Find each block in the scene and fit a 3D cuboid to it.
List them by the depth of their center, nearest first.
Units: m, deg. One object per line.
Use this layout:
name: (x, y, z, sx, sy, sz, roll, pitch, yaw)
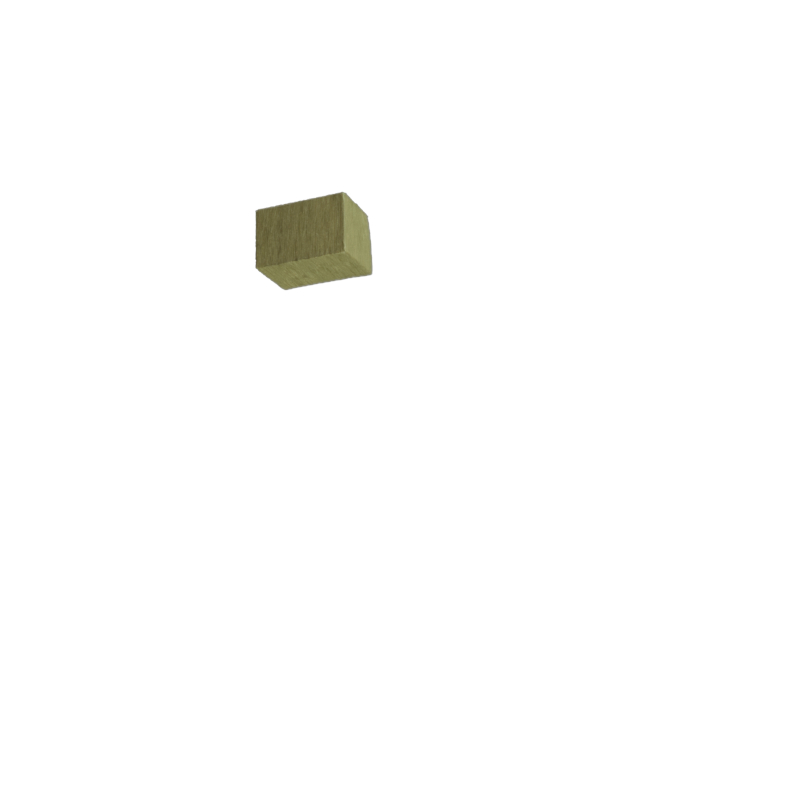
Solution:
block: (-0.067, -0.122, 0.856, 0.079, 0.054, 0.049, -8, -21, 21)
